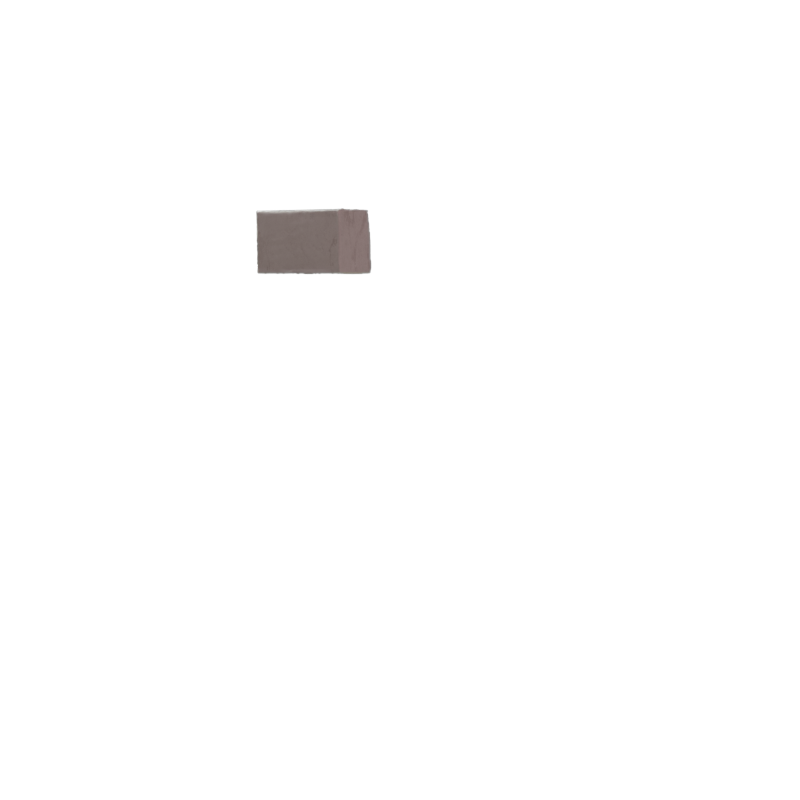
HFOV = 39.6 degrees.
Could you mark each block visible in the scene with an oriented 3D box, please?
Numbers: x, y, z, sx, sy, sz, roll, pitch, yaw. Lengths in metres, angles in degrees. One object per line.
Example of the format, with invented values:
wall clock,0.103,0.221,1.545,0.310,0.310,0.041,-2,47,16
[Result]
block,-0.069,-0.126,0.880,0.081,0.051,0.051,2,4,27
